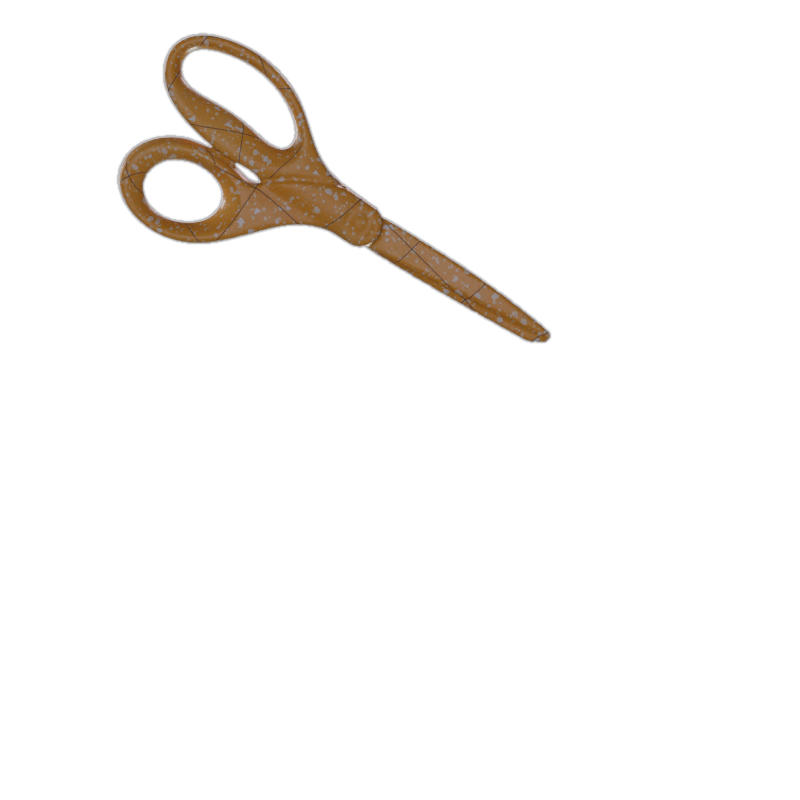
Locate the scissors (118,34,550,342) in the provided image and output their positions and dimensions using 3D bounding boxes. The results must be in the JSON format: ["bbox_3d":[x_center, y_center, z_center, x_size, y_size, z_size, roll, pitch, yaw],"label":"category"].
[{"bbox_3d":[-0.037,-0.068,0.476,0.096,0.199,0.016,-43,4,4],"label":"scissors"}]
